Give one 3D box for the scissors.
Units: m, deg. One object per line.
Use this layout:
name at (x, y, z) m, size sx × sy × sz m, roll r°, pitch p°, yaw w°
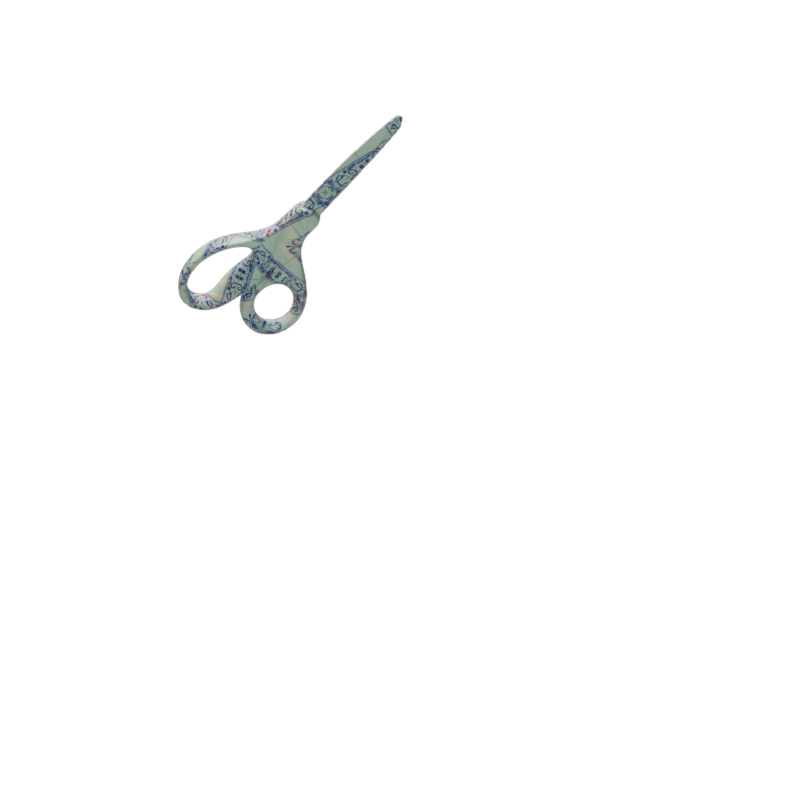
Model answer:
scissors at (-0.057, -0.105, 0.734) m, size 0.202 × 0.017 × 0.090 m, roll -27°, pitch -54°, yaw 22°
